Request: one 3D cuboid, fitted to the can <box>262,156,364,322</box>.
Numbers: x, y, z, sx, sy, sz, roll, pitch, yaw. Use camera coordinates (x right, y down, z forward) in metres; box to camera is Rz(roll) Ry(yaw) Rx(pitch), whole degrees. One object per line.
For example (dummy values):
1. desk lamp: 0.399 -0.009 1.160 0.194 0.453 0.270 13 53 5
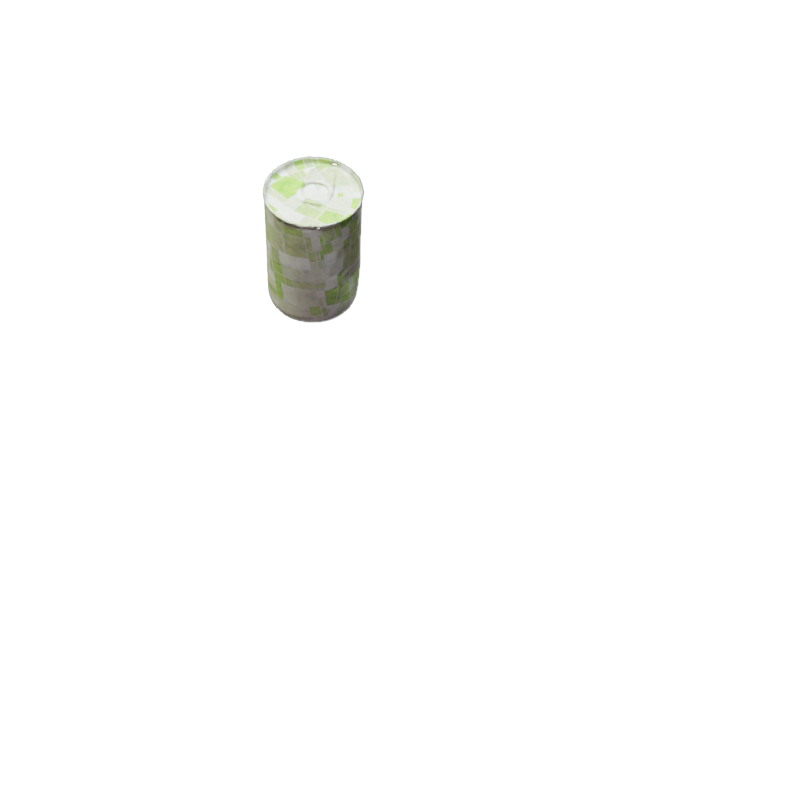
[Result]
1. can: -0.061 -0.111 0.781 0.068 0.073 0.095 0 -39 -3
